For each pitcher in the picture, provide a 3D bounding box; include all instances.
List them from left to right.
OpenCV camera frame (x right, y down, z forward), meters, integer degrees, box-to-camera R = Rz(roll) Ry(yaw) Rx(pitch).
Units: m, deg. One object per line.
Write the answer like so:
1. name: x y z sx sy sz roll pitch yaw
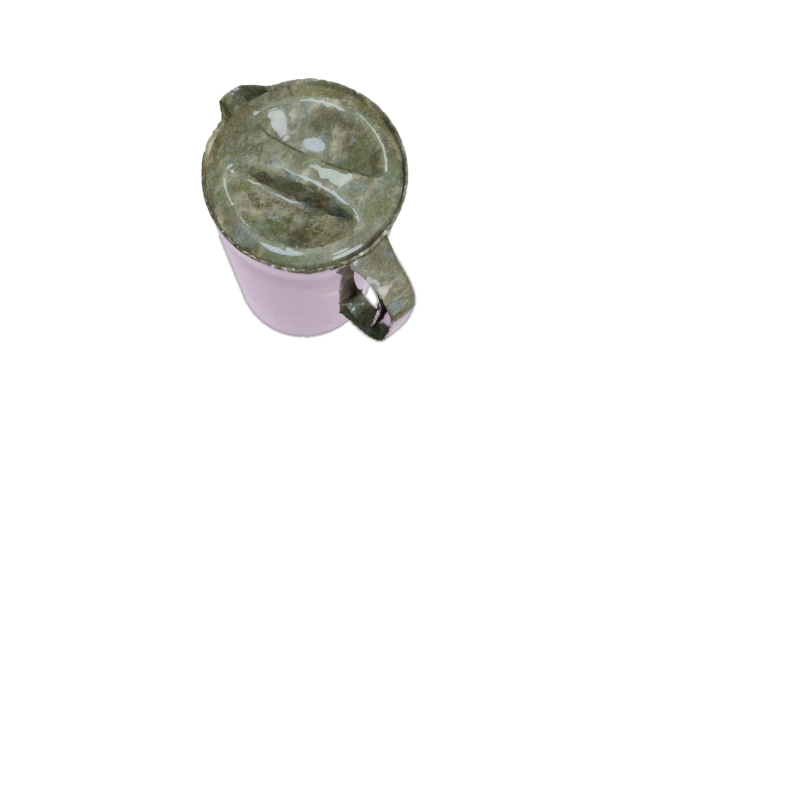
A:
1. pitcher: -0.064 -0.116 0.813 0.145 0.155 0.235 5 -13 -2
